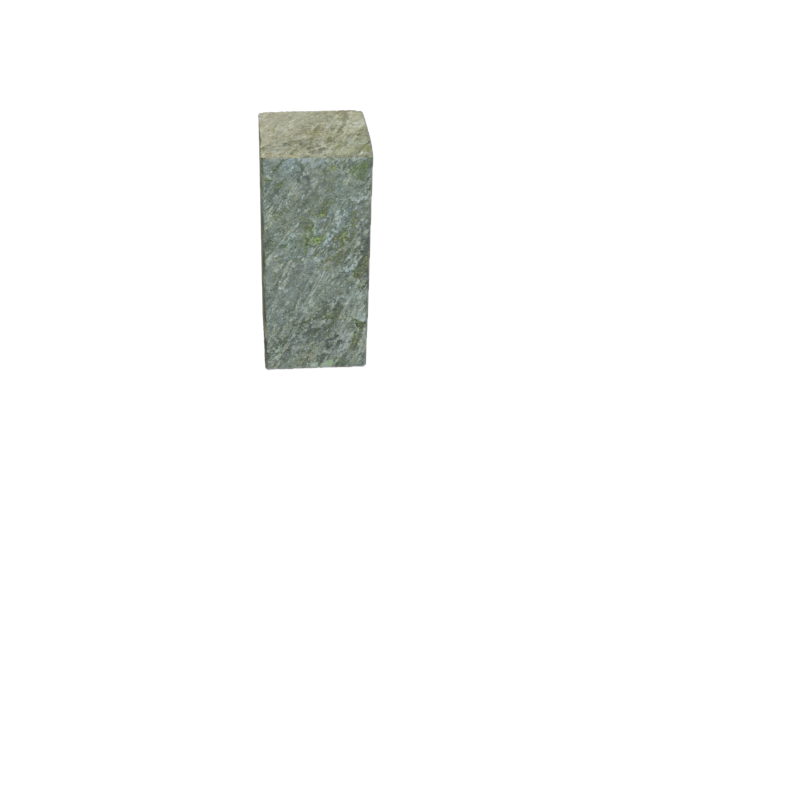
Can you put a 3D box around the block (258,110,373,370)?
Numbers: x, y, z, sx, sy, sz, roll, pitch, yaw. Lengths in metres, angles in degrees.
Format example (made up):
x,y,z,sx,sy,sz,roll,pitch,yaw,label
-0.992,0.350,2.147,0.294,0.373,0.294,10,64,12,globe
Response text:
x,y,z,sx,sy,sz,roll,pitch,yaw,label
-0.074,-0.136,0.952,0.090,0.193,0.097,-2,35,-6,block
